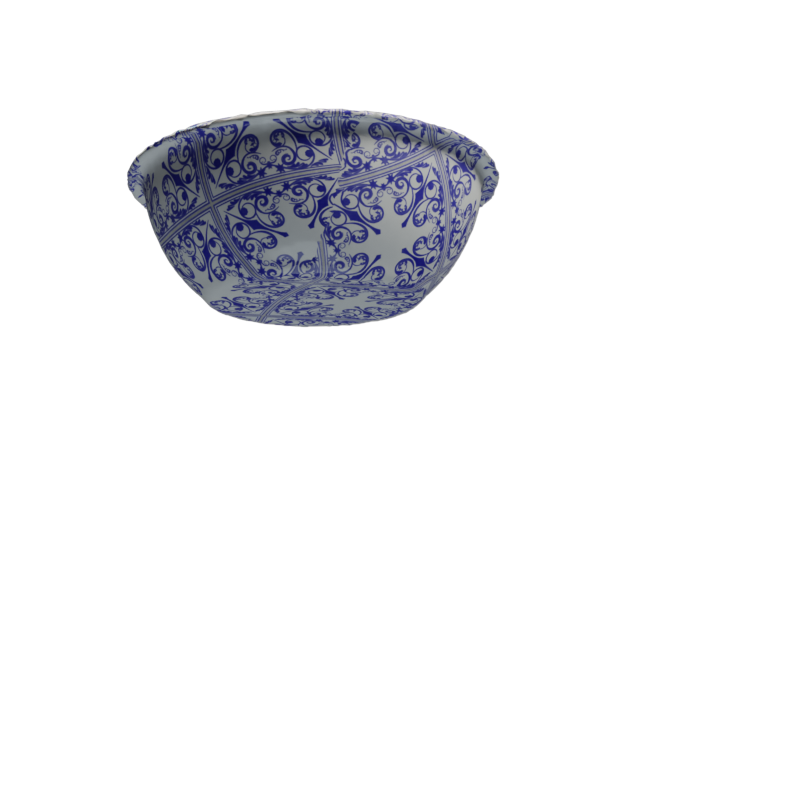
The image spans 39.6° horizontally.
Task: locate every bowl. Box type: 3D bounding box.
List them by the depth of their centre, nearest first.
[{"bbox_3d":[-0.037,-0.068,0.478,0.162,0.057,0.157,0,-11,-2],"label":"bowl"}]
